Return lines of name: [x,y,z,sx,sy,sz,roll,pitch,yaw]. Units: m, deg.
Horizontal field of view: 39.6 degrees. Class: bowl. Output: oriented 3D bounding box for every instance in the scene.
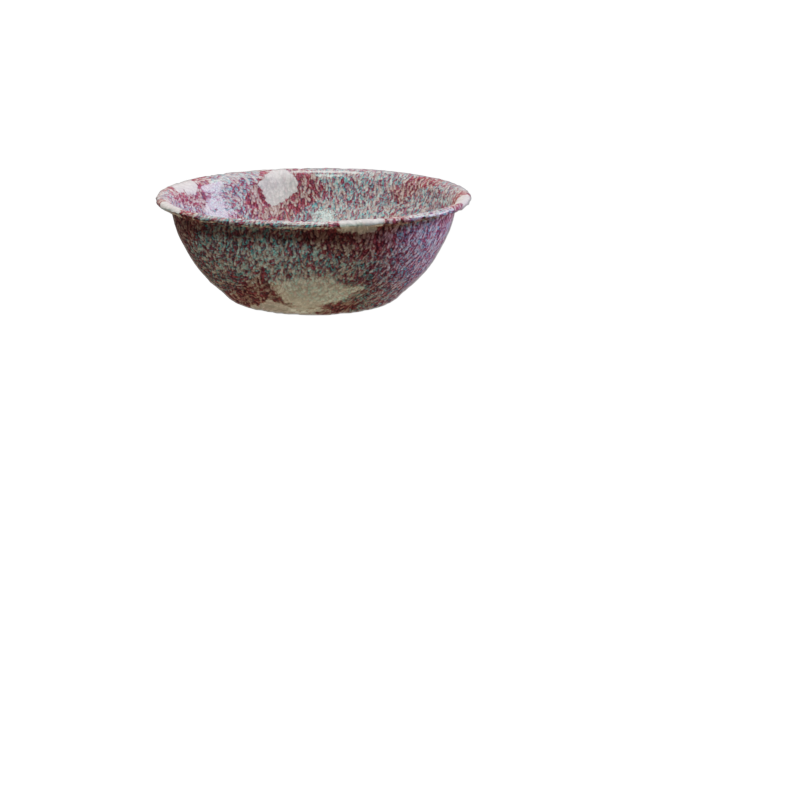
bowl: [-0.045,-0.082,0.578,0.162,0.053,0.168,-1,19,-2]
